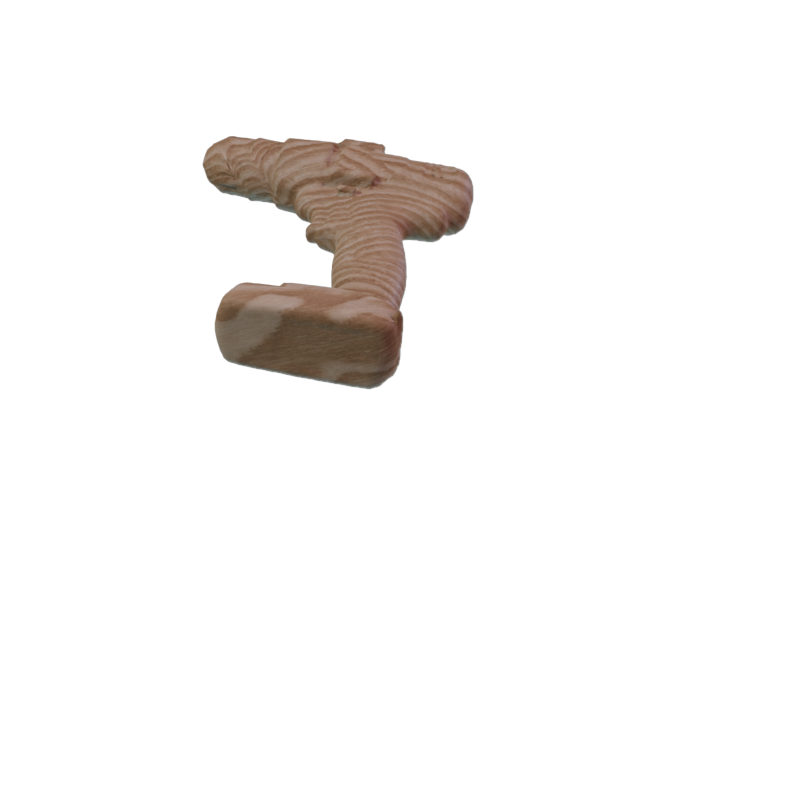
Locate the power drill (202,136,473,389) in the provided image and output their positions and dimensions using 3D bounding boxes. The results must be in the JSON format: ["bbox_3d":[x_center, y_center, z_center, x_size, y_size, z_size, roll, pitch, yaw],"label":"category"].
[{"bbox_3d":[-0.054,-0.099,0.694,0.187,0.053,0.198,8,45,8],"label":"power drill"}]
